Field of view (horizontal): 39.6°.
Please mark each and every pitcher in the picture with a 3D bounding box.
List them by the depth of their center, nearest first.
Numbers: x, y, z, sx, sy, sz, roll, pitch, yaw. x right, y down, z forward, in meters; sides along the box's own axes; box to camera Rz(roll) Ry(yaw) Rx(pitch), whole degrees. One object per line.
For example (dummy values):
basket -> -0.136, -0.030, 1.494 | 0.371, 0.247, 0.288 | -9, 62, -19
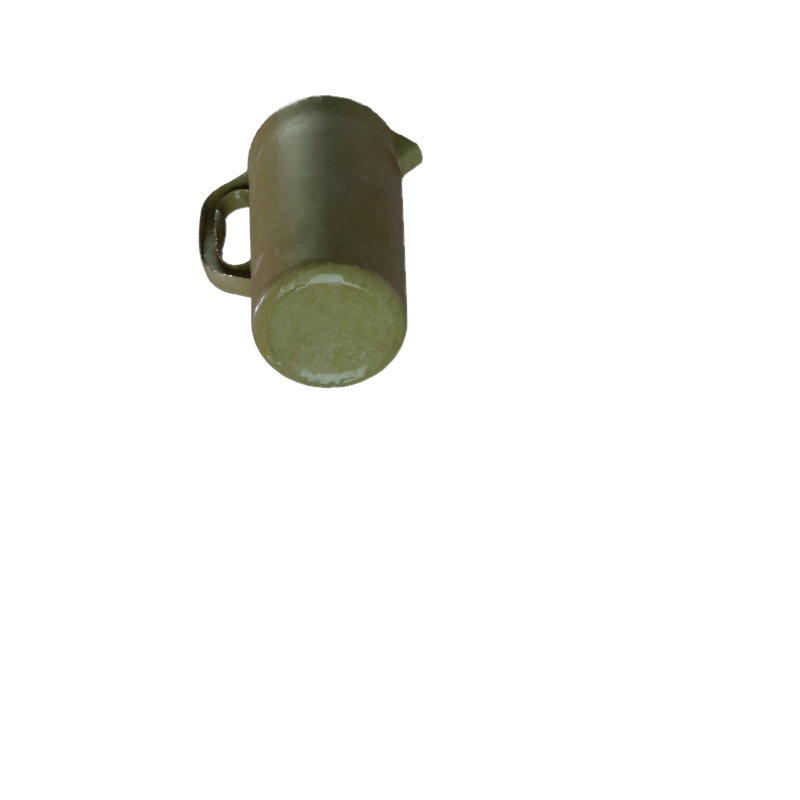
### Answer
pitcher -> -0.067, -0.122, 0.855 | 0.139, 0.145, 0.260 | 26, 32, -21
